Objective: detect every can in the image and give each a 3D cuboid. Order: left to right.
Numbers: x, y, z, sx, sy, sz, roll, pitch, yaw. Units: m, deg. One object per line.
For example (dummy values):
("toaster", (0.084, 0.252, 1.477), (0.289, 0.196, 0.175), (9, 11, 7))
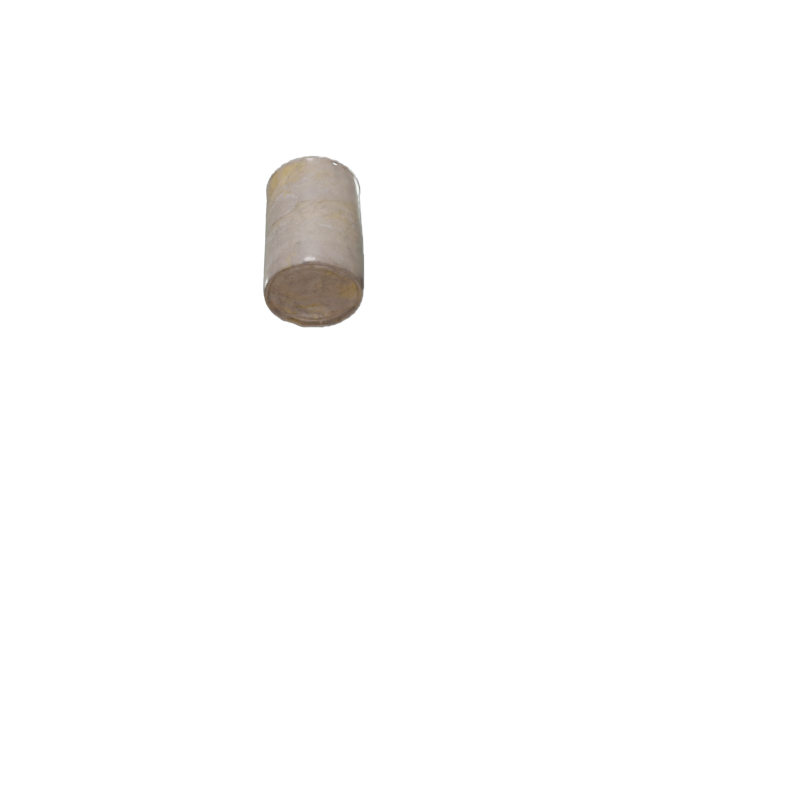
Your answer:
("can", (-0.060, -0.109, 0.760), (0.068, 0.110, 0.064), (-1, -41, -3))
